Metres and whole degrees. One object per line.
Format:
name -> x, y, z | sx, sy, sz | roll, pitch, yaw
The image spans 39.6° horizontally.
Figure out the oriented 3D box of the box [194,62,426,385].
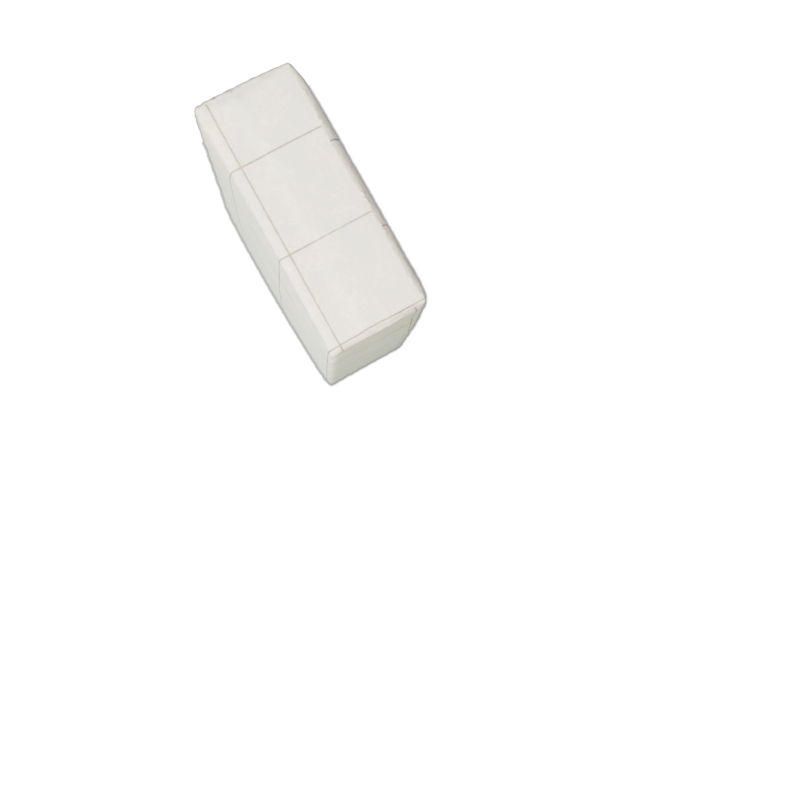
box -> -0.056, -0.103, 0.718 | 0.072, 0.168, 0.209 | -29, -5, -6
